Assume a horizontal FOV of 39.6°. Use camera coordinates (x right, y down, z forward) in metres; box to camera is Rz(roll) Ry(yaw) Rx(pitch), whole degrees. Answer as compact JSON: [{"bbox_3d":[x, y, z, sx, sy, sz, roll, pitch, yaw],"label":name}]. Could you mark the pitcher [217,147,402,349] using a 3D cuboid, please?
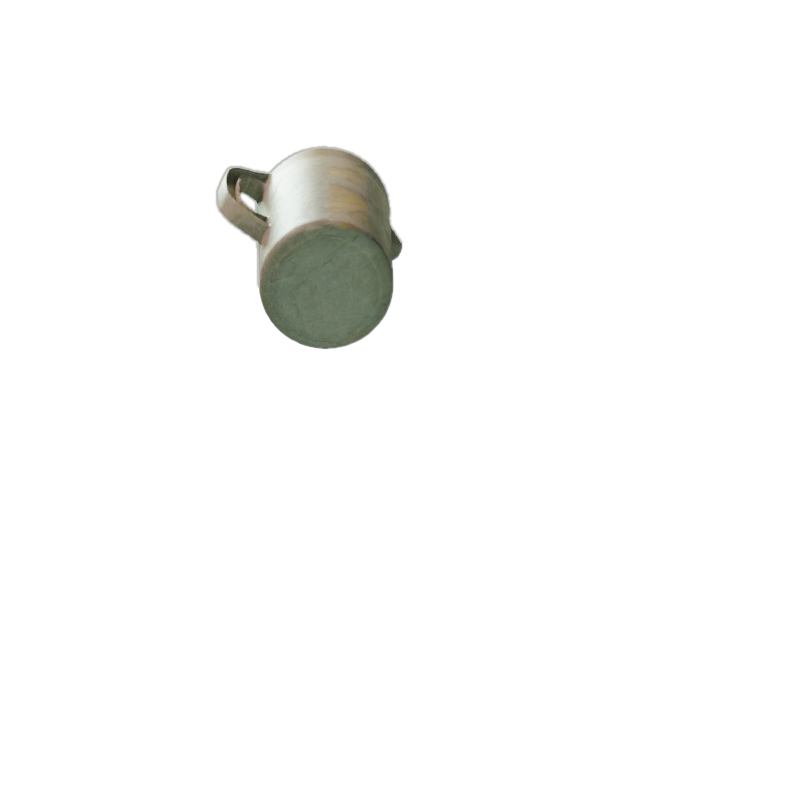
[{"bbox_3d":[-0.077,-0.141,0.988,0.149,0.138,0.254,-17,22,4],"label":"pitcher"}]
